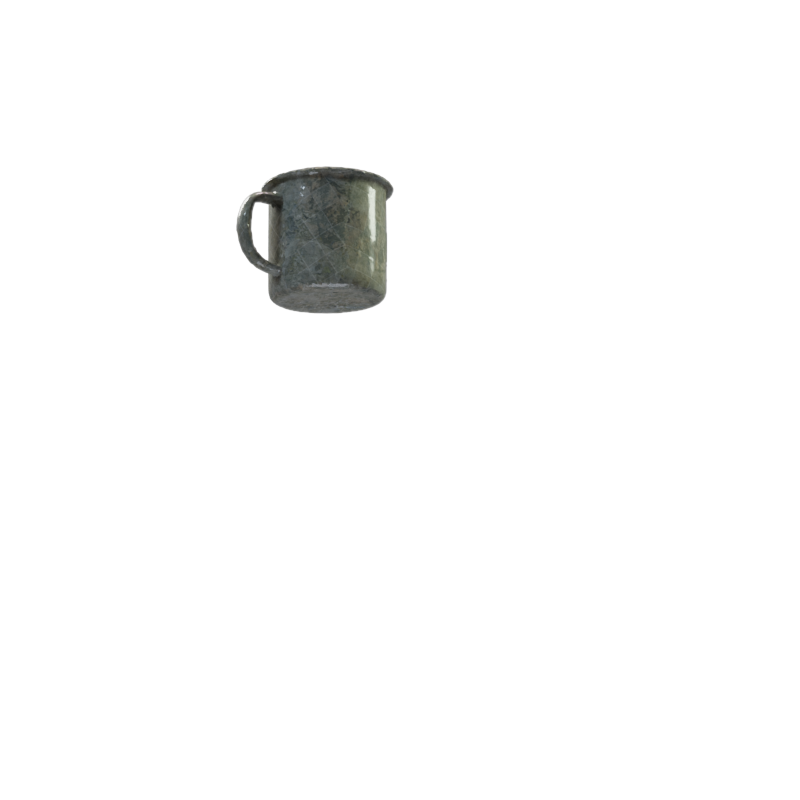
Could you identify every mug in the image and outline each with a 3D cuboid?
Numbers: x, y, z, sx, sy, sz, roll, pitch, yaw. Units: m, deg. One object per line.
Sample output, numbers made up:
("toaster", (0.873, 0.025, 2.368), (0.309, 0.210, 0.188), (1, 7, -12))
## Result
("mug", (-0.060, -0.109, 0.762), (0.111, 0.085, 0.094), (9, -16, -37))
